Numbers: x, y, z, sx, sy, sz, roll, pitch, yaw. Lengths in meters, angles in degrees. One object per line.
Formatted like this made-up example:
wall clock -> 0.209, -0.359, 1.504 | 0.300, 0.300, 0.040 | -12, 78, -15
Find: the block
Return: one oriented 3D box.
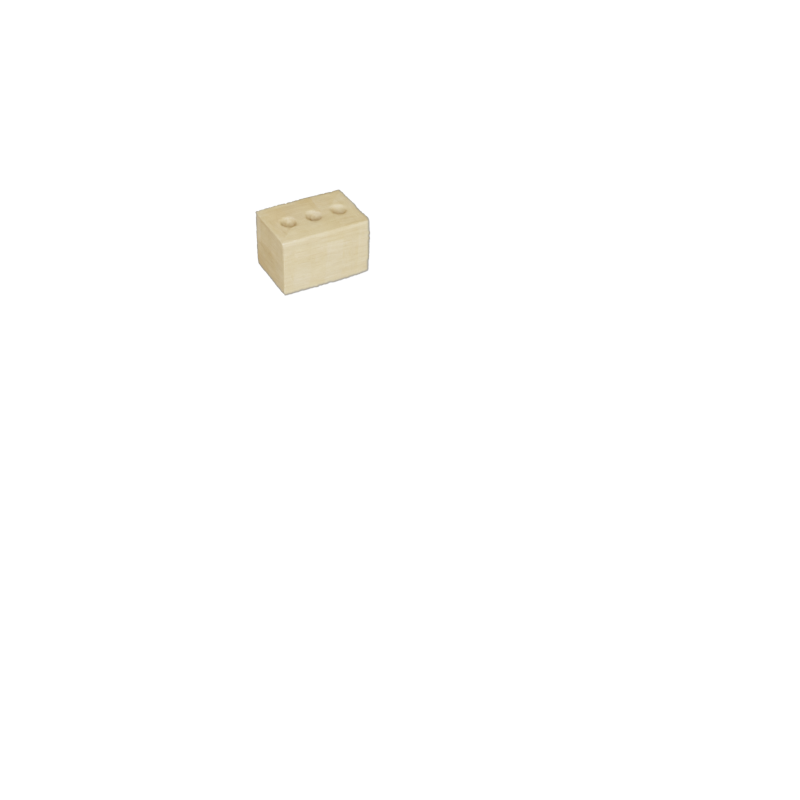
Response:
block -> -0.069, -0.126, 0.882 | 0.077, 0.048, 0.057 | -18, 42, -23
